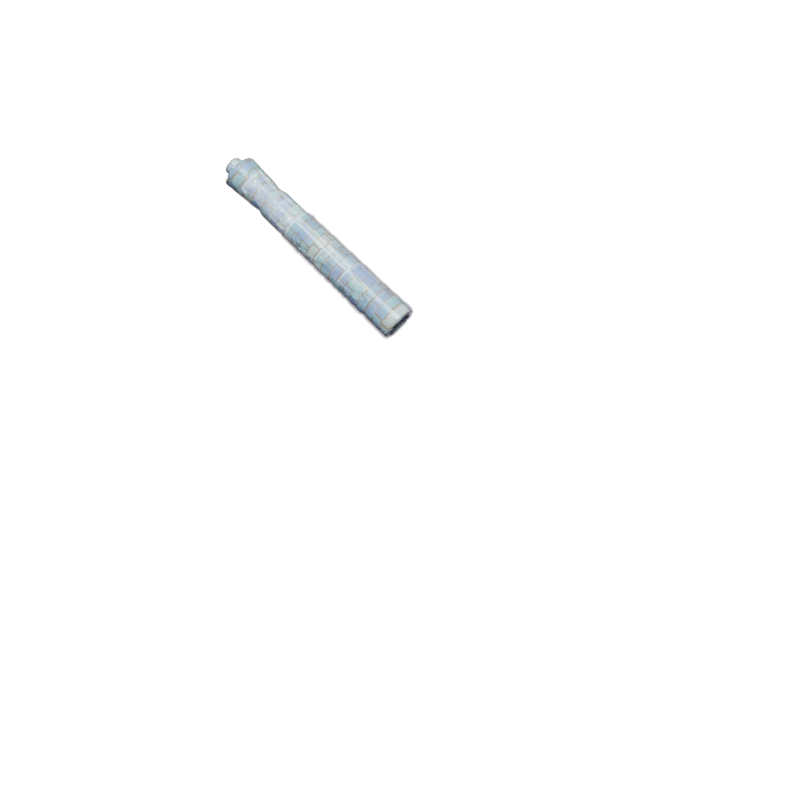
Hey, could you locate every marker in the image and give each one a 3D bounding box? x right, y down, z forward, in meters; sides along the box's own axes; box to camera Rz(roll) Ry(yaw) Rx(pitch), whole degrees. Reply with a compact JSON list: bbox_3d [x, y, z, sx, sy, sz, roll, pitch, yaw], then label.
[{"bbox_3d":[-0.043,-0.079,0.554,0.126,0.019,0.019,45,16,15],"label":"marker"}]
